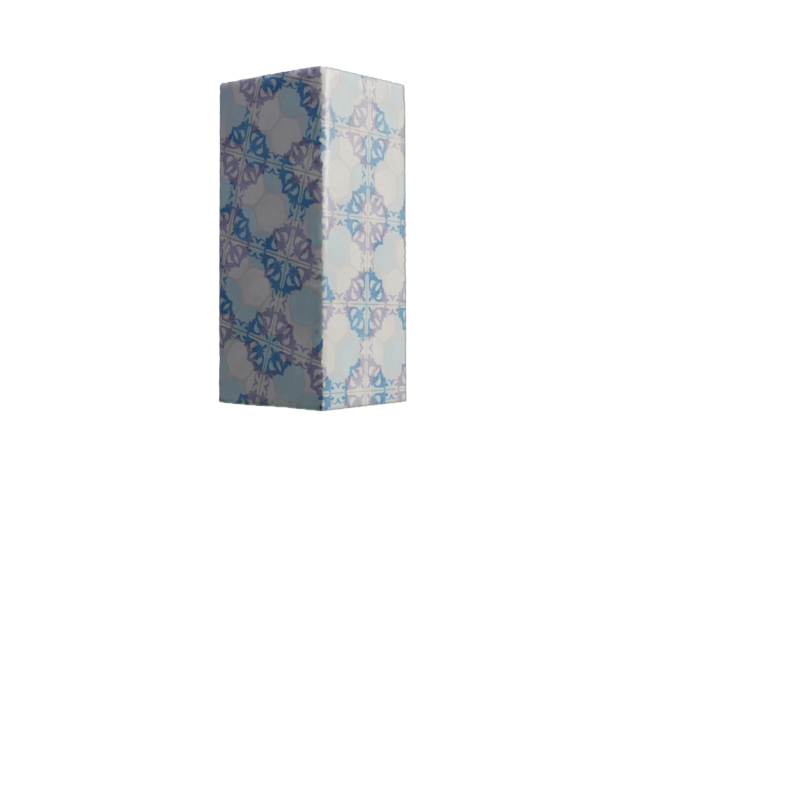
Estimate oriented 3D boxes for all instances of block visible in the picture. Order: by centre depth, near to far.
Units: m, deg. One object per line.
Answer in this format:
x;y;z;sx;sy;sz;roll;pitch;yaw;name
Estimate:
-0.056;-0.102;0.716;0.093;0.207;0.087;-1;-2;39;block
